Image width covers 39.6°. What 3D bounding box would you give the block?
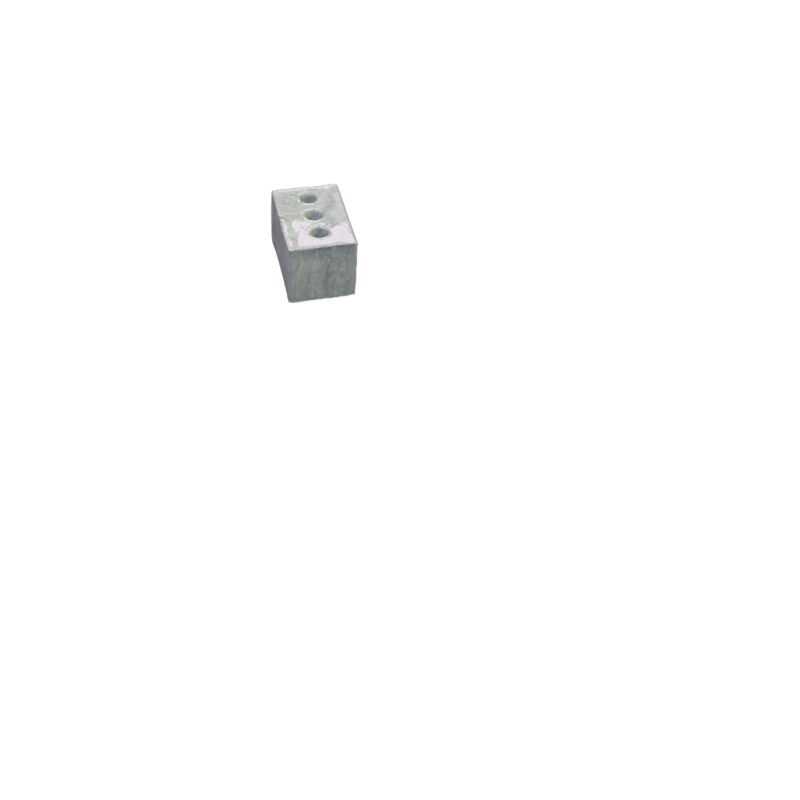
[{"bbox_3d":[-0.065,-0.118,0.829,0.052,0.048,0.084,-8,43,-11],"label":"block"}]
